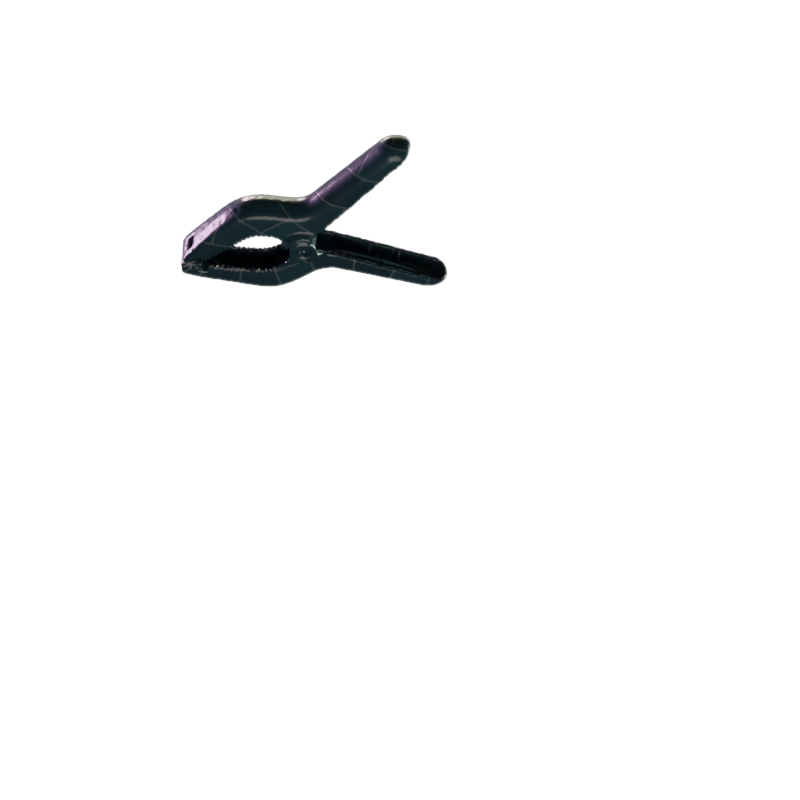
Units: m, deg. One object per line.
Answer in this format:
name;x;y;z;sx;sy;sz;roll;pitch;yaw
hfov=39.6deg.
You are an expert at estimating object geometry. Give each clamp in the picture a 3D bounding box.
clamp;-0.069;-0.125;0.879;0.212;0.039;0.152;-12;-38;16
